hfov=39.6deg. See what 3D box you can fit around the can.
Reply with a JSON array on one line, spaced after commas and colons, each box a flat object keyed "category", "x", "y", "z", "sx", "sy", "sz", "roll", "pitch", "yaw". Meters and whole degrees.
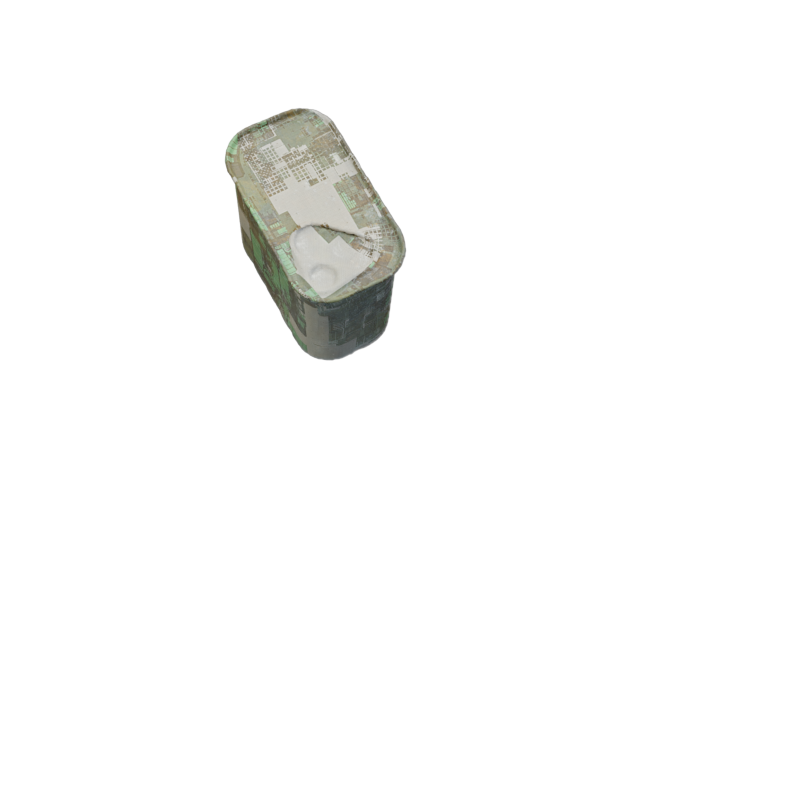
[{"category": "can", "x": -0.043, "y": -0.078, "z": 0.550, "sx": 0.057, "sy": 0.108, "sz": 0.079, "roll": -25, "pitch": -21, "yaw": -13}]
